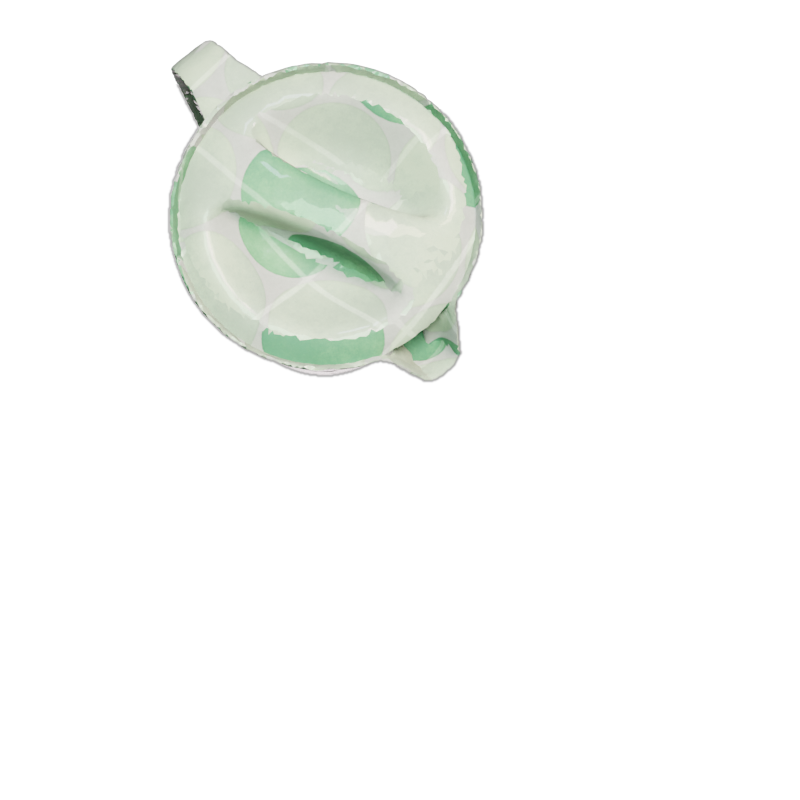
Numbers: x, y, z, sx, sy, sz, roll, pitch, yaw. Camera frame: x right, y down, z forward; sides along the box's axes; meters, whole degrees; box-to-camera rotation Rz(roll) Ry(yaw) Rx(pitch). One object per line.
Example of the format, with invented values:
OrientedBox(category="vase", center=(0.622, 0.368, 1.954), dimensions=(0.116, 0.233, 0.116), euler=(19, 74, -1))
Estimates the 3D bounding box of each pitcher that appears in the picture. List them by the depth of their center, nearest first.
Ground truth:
OrientedBox(category="pitcher", center=(-0.045, -0.083, 0.580), dimensions=(0.145, 0.152, 0.239), euler=(6, -5, -3))
